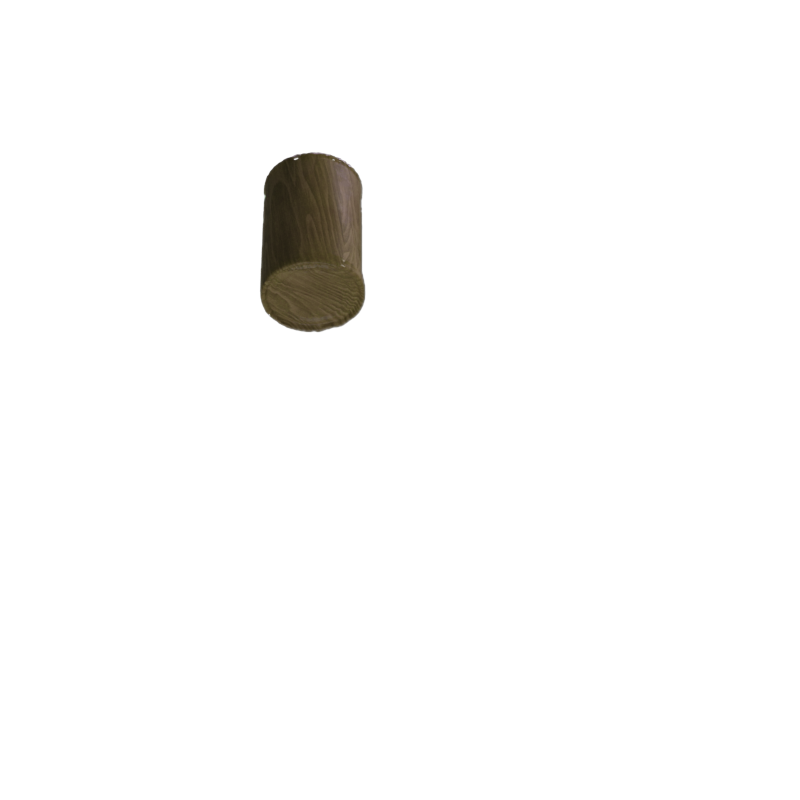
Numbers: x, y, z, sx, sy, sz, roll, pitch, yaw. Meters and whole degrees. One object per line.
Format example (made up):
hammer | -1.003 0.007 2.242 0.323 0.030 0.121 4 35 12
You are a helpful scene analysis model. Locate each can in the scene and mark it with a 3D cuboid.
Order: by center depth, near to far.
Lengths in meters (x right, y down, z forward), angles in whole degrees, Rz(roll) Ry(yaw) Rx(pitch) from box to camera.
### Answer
can | -0.057 -0.103 0.723 0.068 0.110 0.064 -1 -42 -3
